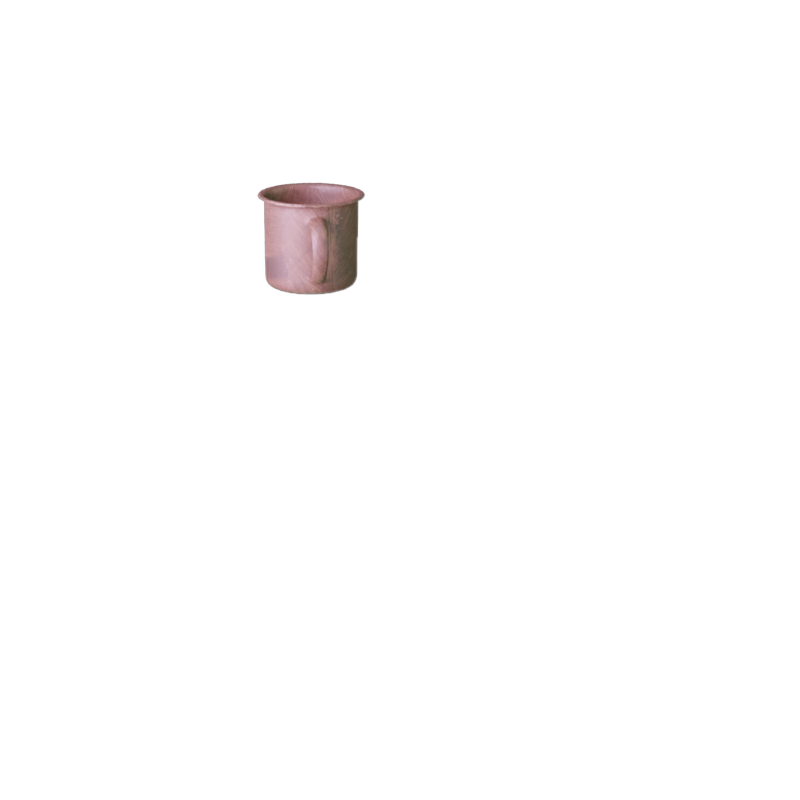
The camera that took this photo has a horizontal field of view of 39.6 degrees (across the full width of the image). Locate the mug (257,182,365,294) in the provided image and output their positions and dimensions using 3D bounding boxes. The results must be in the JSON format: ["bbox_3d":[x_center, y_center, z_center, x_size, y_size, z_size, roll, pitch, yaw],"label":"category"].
[{"bbox_3d":[-0.075,-0.137,0.959,0.092,0.078,0.123,-3,20,-11],"label":"mug"}]
